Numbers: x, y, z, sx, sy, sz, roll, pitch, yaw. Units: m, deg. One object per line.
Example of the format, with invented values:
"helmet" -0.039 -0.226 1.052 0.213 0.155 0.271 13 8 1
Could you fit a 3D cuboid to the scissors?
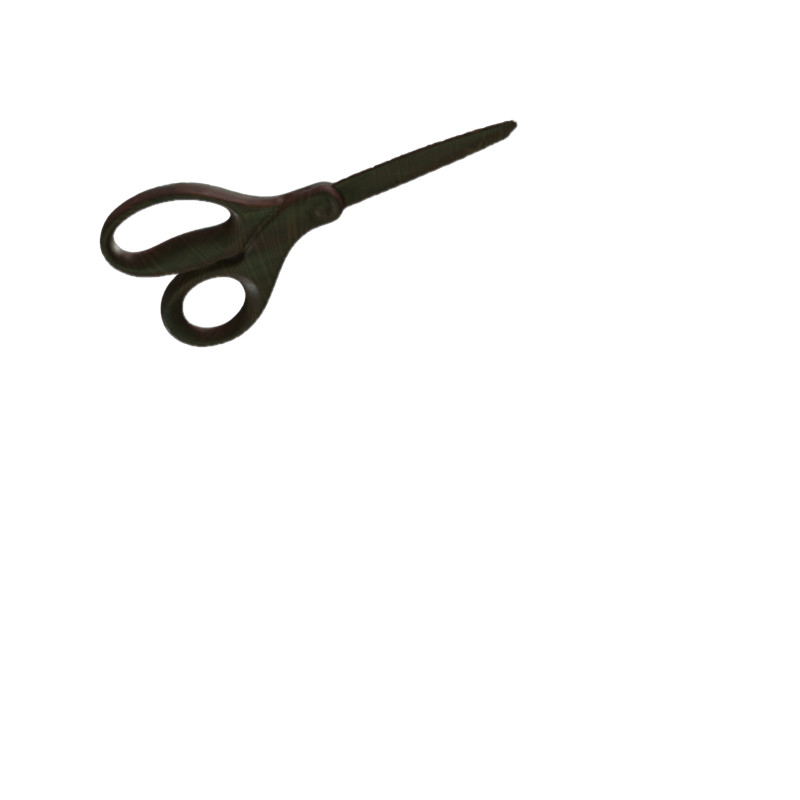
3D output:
"scissors" -0.042 -0.076 0.531 0.202 0.090 0.017 -7 31 4
